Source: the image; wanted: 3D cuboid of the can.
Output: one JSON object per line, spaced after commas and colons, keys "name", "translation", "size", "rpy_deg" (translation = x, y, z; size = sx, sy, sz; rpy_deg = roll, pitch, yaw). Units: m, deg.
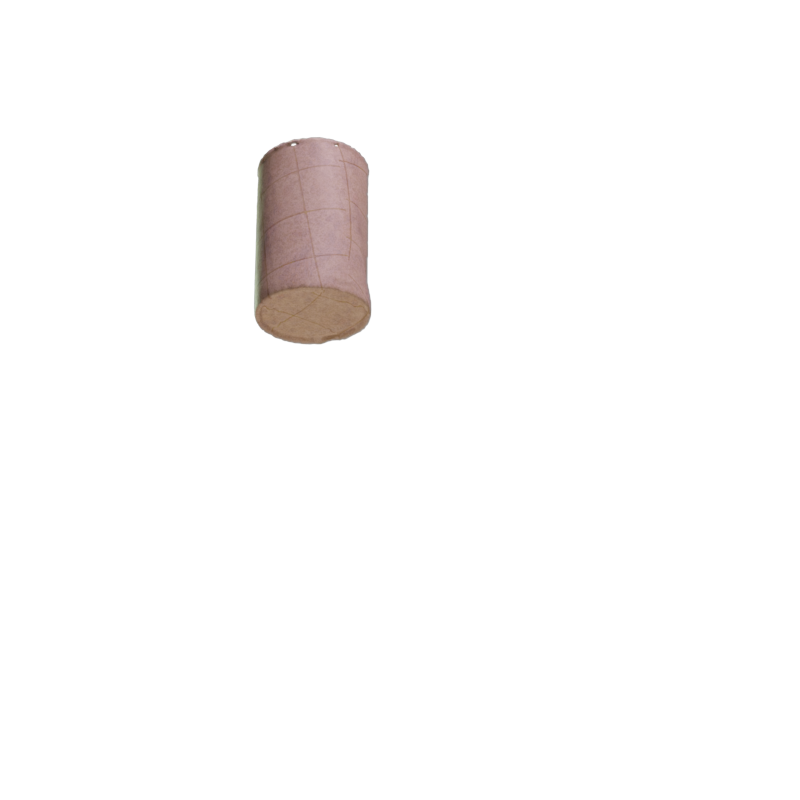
{"name": "can", "translation": [-0.051, -0.092, 0.645], "size": [0.068, 0.109, 0.064], "rpy_deg": [0, -30, -2]}
